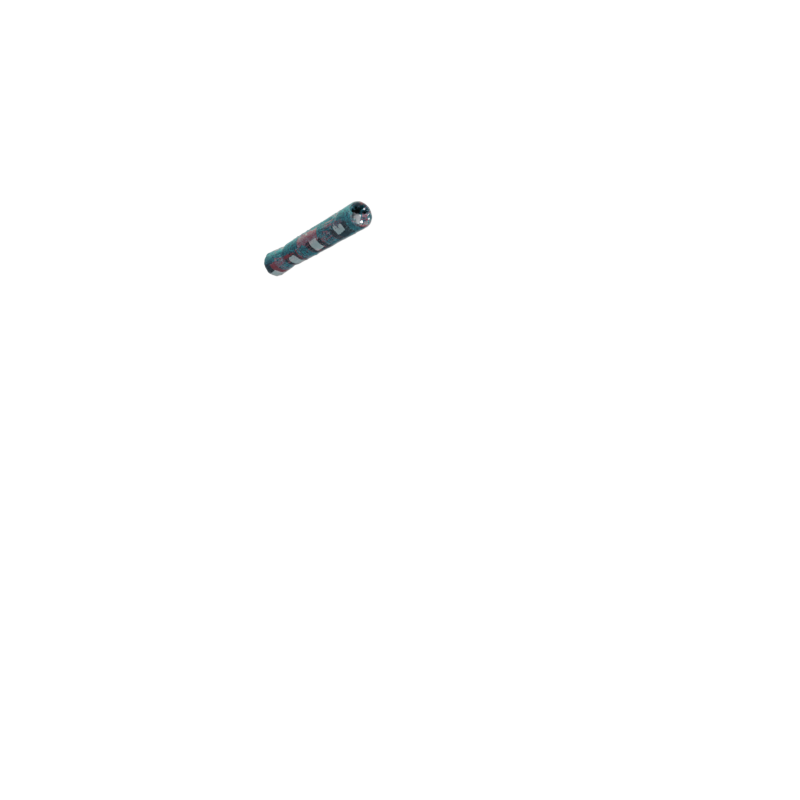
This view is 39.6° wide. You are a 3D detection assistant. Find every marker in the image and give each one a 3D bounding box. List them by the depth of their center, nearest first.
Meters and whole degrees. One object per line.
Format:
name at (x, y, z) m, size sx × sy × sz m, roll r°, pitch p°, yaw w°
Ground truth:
marker at (-0.060, -0.110, 0.768) m, size 0.019 × 0.020 × 0.122 m, roll -2°, pitch -9°, yaw -35°
